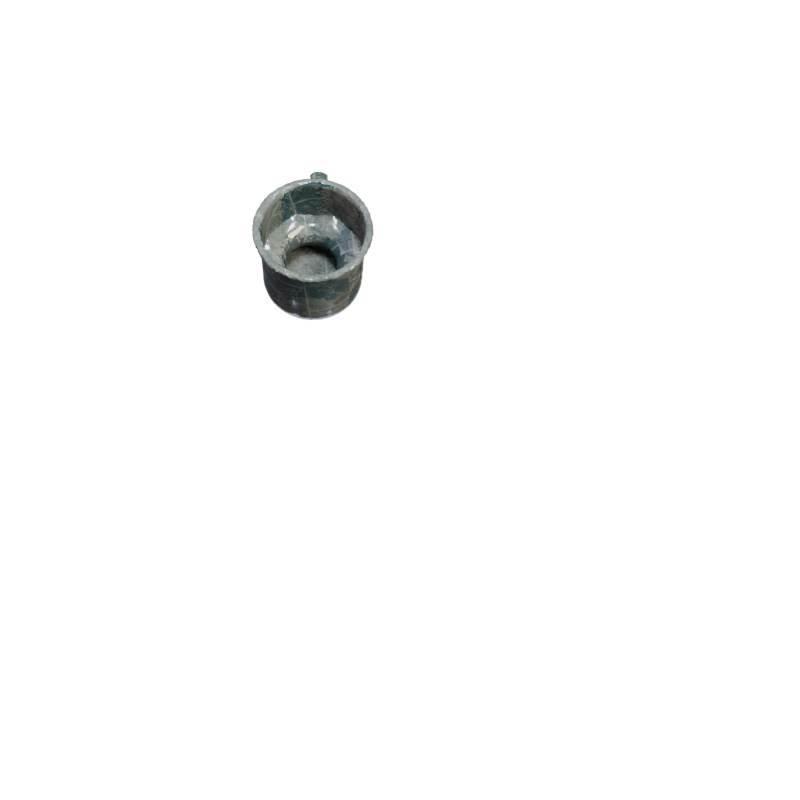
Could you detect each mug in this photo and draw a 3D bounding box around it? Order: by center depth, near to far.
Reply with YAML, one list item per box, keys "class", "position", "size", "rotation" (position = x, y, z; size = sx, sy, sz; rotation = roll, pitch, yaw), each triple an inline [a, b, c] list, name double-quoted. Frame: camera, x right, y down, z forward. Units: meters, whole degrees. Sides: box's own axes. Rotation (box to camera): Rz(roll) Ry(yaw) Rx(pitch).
- class: "mug"
  position: [-0.070, -0.127, 0.890]
  size: [0.093, 0.124, 0.077]
  rotation: [1, -28, -1]
